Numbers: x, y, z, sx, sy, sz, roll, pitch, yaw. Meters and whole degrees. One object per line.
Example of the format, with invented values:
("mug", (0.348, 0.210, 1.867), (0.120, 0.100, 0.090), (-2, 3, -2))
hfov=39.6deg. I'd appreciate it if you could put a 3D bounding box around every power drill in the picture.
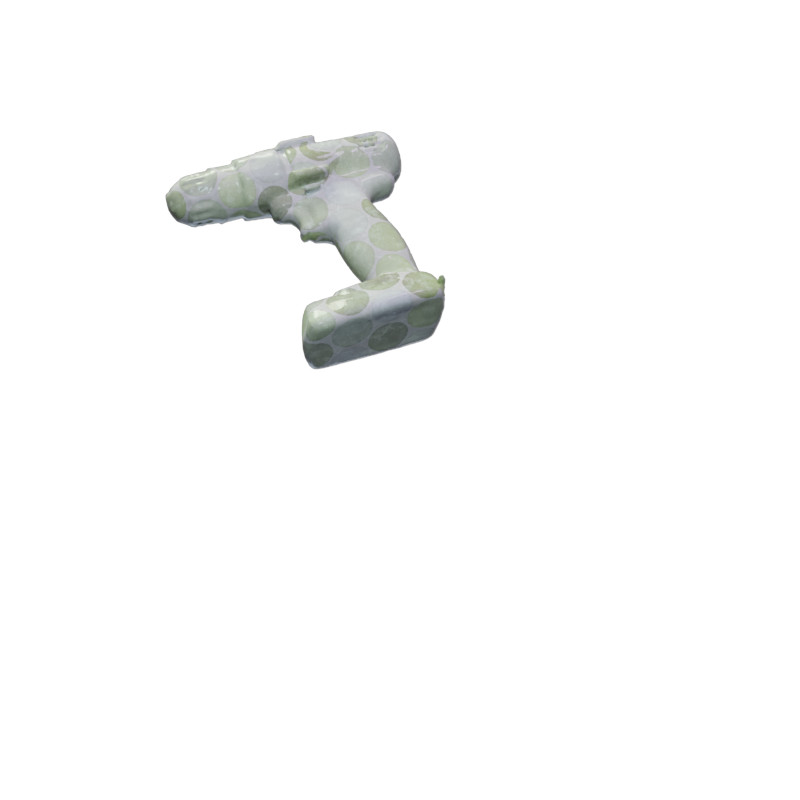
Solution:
("power drill", (-0.063, -0.115, 0.808), (0.183, 0.203, 0.053), (-16, -35, -12))
